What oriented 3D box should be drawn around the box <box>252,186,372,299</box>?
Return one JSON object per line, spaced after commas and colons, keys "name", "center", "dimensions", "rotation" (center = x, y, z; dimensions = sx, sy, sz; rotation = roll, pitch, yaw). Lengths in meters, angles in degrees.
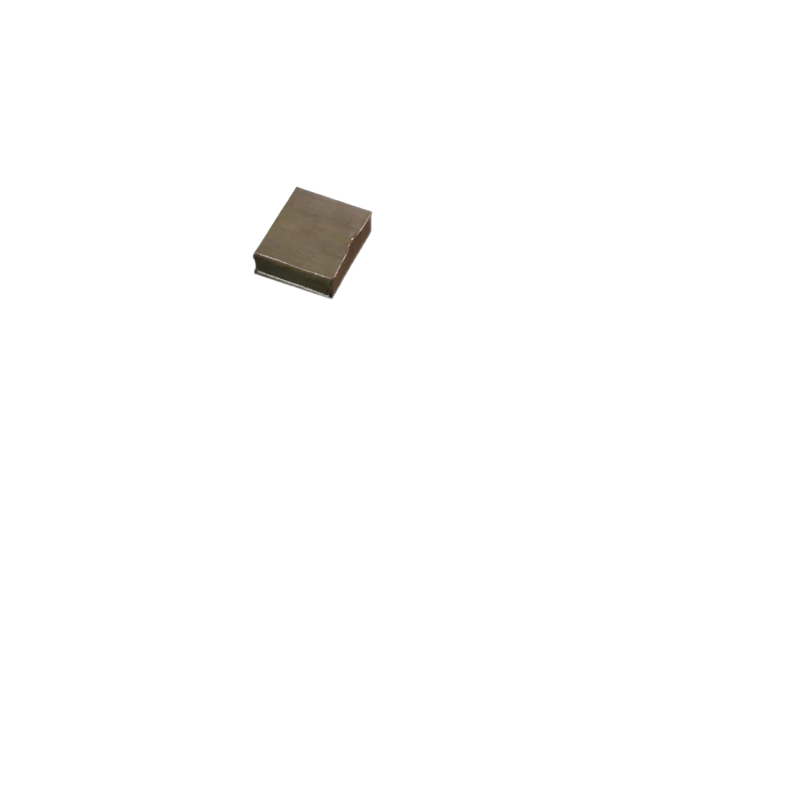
{"name": "box", "center": [-0.074, -0.134, 0.942], "dimensions": [0.075, 0.093, 0.028], "rotation": [18, -37, 14]}
